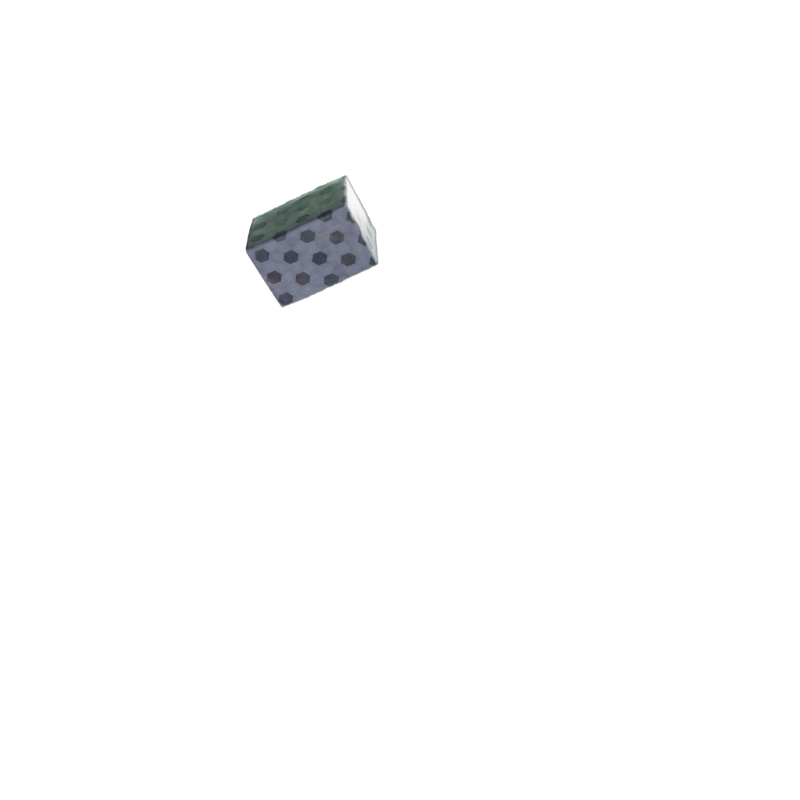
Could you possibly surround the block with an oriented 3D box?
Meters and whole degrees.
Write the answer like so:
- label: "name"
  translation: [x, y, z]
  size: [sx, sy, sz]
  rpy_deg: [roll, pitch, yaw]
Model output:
- label: "block"
  translation: [-0.060, -0.110, 0.772]
  size: [0.078, 0.049, 0.054]
  rpy_deg: [-23, 29, 11]
